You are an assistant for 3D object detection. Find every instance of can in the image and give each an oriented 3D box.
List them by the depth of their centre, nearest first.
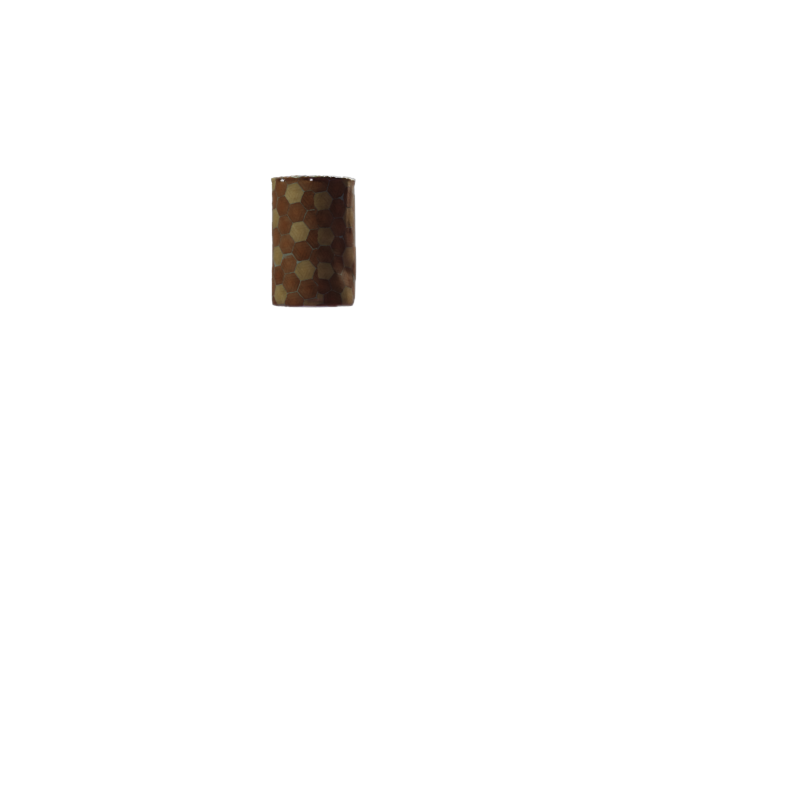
[{"bbox_3d":[-0.069,-0.127,0.886,0.068,0.102,0.069,0,2,-2],"label":"can"}]
